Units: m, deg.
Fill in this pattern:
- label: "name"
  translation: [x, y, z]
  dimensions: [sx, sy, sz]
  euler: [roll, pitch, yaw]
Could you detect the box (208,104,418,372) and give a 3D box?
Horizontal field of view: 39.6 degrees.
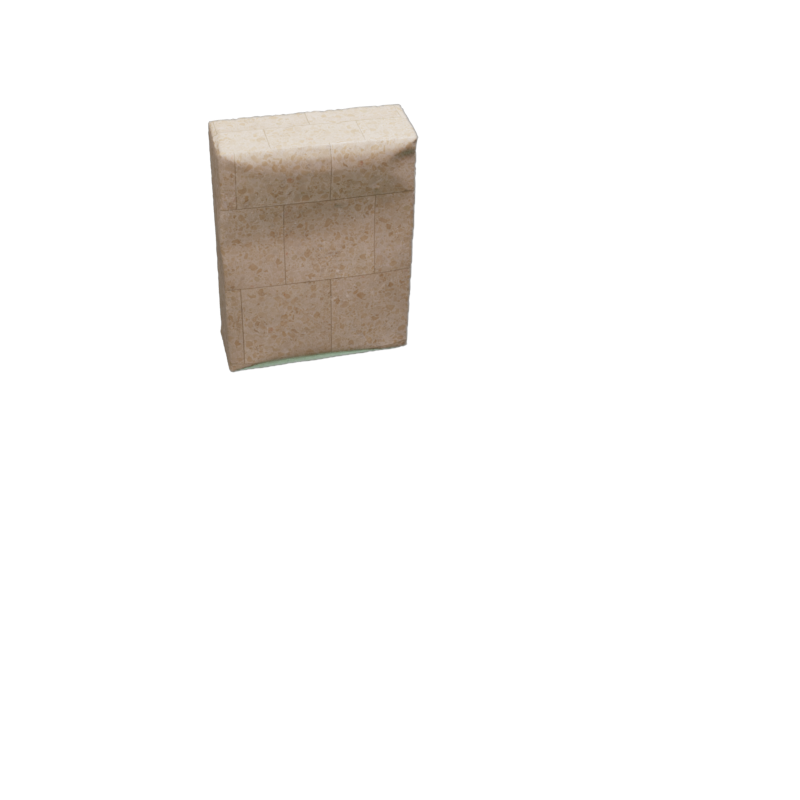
- label: "box"
  translation: [-0.074, -0.134, 0.940]
  dimensions: [0.162, 0.200, 0.077]
  euler: [-7, 36, -12]
